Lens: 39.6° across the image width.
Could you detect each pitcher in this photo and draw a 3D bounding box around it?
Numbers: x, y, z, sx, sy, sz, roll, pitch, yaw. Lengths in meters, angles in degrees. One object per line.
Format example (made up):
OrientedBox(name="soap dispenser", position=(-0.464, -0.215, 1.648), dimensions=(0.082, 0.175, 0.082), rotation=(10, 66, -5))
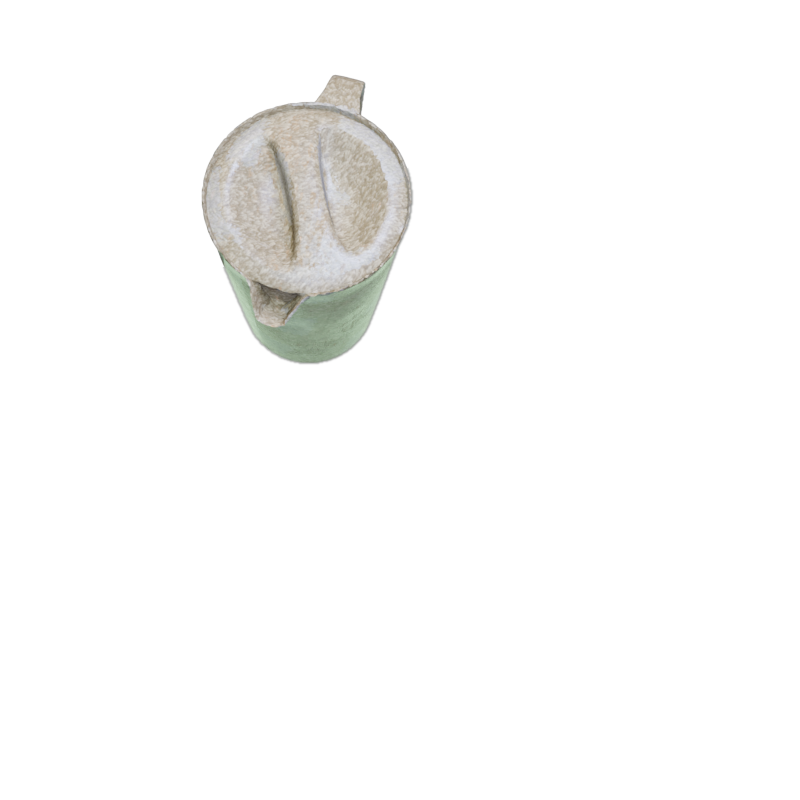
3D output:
OrientedBox(name="pitcher", position=(-0.063, -0.116, 0.810), dimensions=(0.149, 0.151, 0.234), rotation=(-29, -11, -10))
